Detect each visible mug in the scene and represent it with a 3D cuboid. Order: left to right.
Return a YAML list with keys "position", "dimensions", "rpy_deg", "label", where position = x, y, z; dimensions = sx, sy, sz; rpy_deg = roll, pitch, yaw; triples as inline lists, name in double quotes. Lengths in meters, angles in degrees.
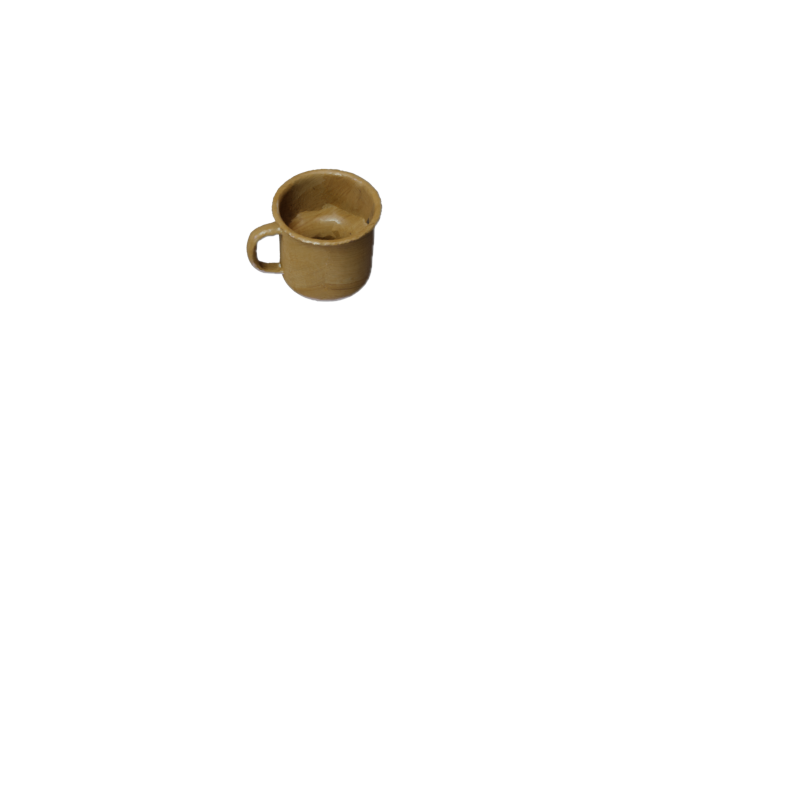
- position: [-0.075, -0.136, 0.956]
  dimensions: [0.116, 0.101, 0.076]
  rpy_deg: [-15, -39, -14]
  label: "mug"
